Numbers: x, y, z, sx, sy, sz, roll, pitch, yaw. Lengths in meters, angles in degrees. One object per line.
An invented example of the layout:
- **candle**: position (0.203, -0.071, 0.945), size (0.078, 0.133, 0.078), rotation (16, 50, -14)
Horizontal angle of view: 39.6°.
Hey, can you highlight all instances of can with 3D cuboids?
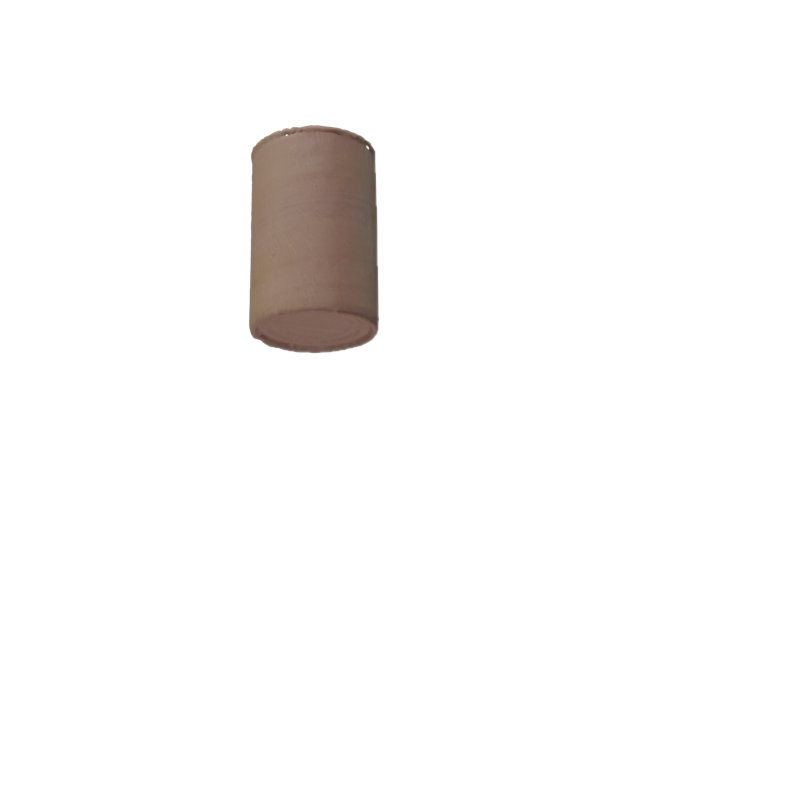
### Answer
- **can**: position (-0.046, -0.083, 0.582), size (0.068, 0.107, 0.065), rotation (0, -21, -2)
